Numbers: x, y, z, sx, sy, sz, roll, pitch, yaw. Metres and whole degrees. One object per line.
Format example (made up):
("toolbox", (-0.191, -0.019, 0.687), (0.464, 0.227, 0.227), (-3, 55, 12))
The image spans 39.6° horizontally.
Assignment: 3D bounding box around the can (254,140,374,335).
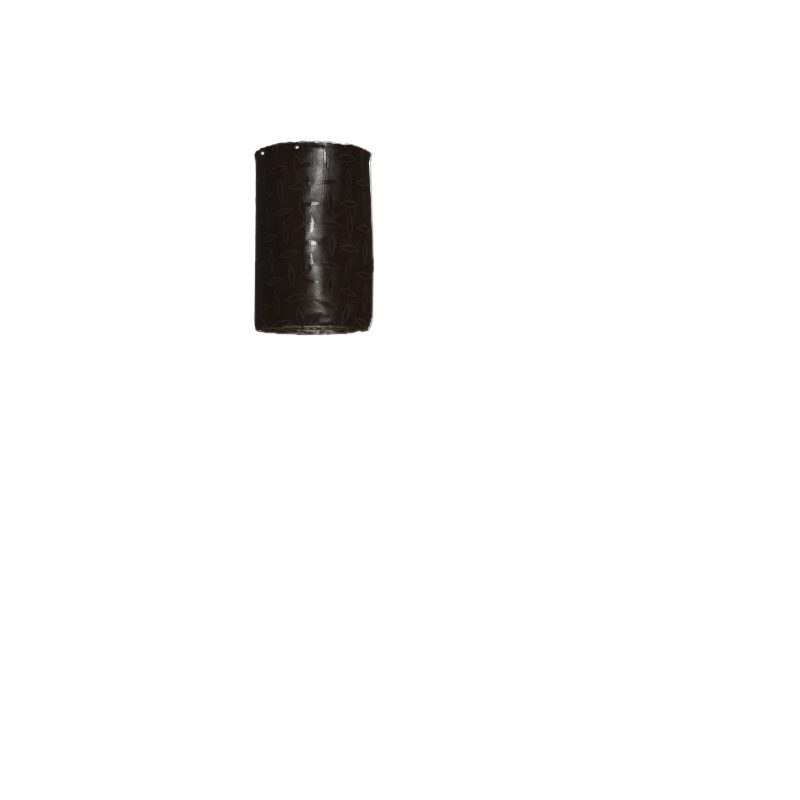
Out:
("can", (-0.049, -0.090, 0.630), (0.068, 0.104, 0.068), (0, -6, -2))
